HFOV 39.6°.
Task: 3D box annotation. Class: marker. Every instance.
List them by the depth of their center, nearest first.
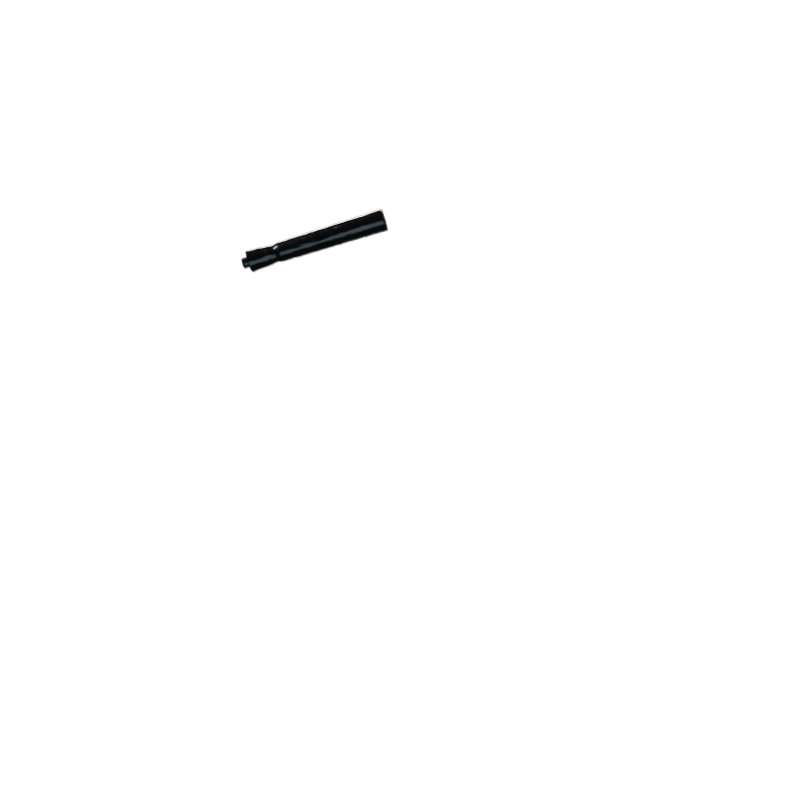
[{"bbox_3d":[-0.070,-0.128,0.895,0.121,0.020,0.020,-16,2,7],"label":"marker"}]
